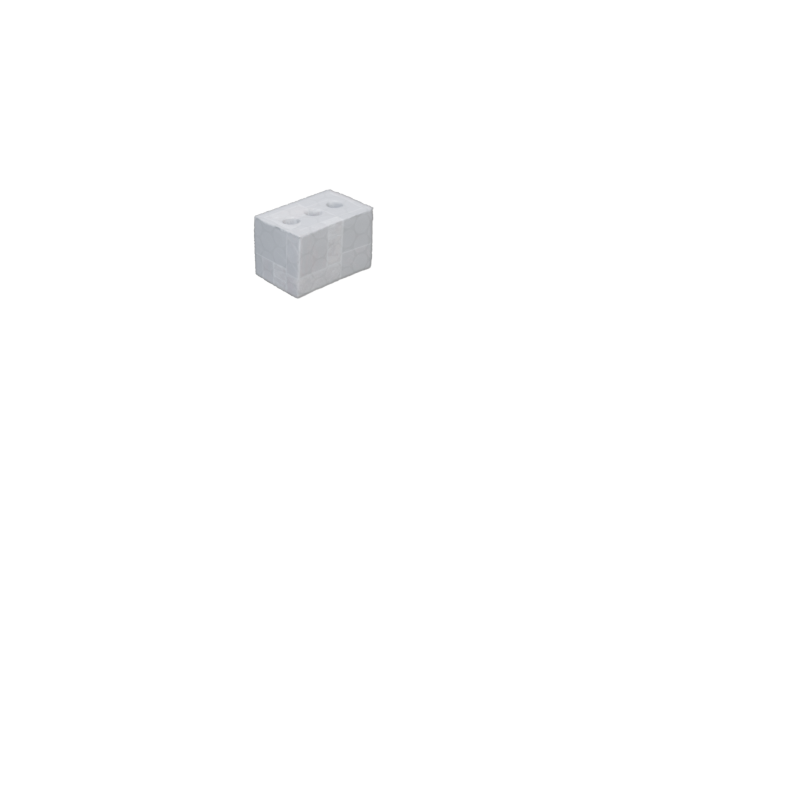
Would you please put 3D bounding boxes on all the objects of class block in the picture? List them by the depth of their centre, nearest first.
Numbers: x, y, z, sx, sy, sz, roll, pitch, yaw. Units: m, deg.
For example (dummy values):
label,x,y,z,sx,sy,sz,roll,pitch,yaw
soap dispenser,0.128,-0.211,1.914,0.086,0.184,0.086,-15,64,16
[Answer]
label,x,y,z,sx,sy,sz,roll,pitch,yaw
block,-0.066,-0.120,0.839,0.056,0.048,0.077,27,40,37
